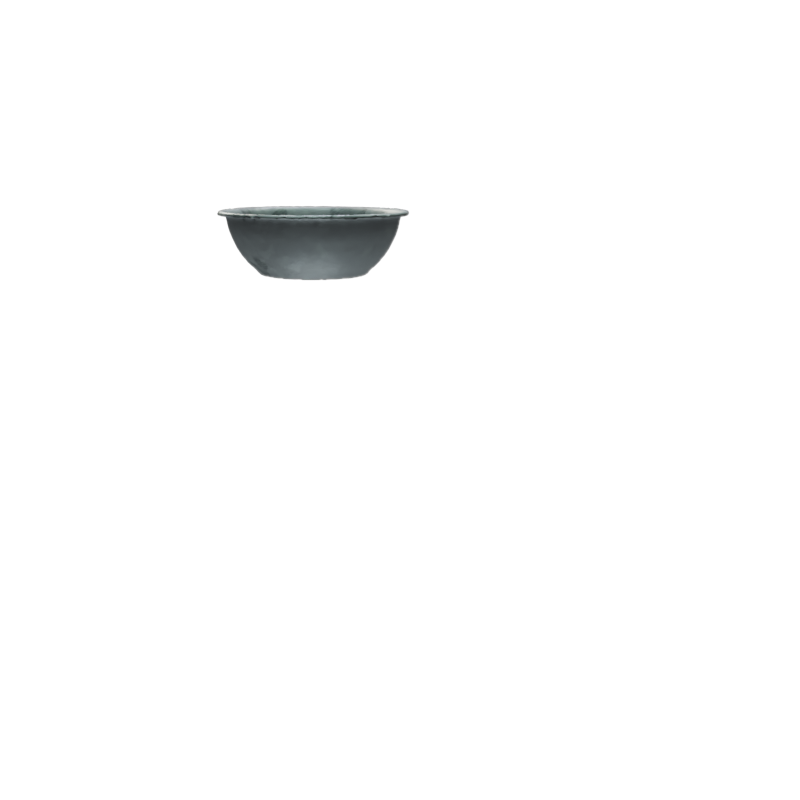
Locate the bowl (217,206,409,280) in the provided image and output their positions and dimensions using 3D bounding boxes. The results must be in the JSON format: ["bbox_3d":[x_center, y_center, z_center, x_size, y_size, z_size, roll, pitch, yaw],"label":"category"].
[{"bbox_3d":[-0.073,-0.134,0.938,0.162,0.054,0.166,0,12,-2],"label":"bowl"}]
